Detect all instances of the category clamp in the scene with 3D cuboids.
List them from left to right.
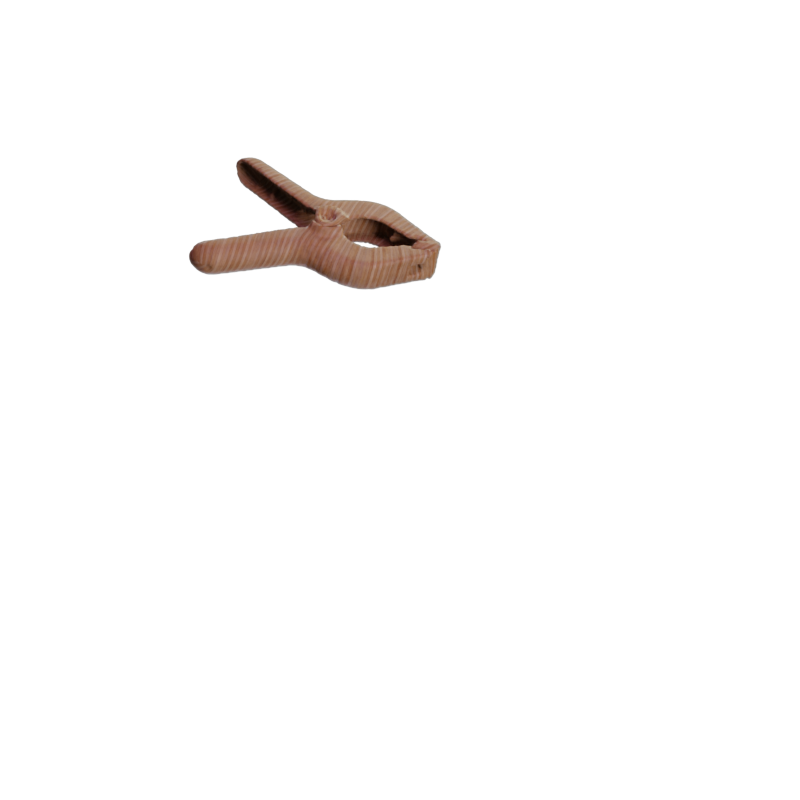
[{"bbox_3d":[-0.061,-0.112,0.785,0.177,0.125,0.036,18,-38,14],"label":"clamp"}]
